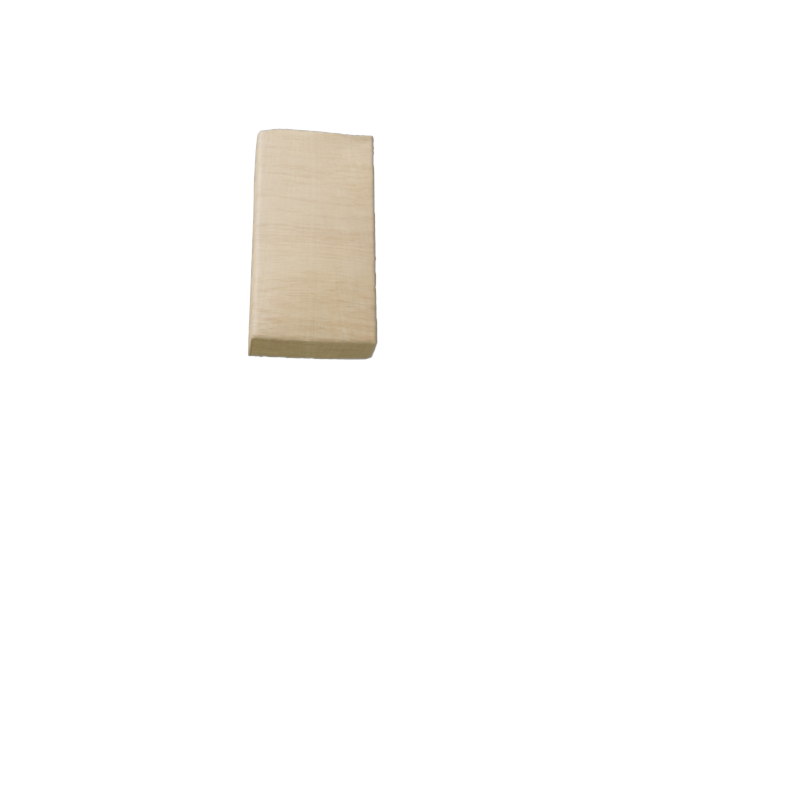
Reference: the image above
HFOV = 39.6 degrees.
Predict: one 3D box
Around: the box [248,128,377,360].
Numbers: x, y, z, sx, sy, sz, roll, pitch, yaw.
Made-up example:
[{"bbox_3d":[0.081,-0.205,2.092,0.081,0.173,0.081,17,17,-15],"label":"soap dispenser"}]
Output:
[{"bbox_3d":[-0.066,-0.120,0.838,0.092,0.186,0.046,2,-23,-8],"label":"box"}]
